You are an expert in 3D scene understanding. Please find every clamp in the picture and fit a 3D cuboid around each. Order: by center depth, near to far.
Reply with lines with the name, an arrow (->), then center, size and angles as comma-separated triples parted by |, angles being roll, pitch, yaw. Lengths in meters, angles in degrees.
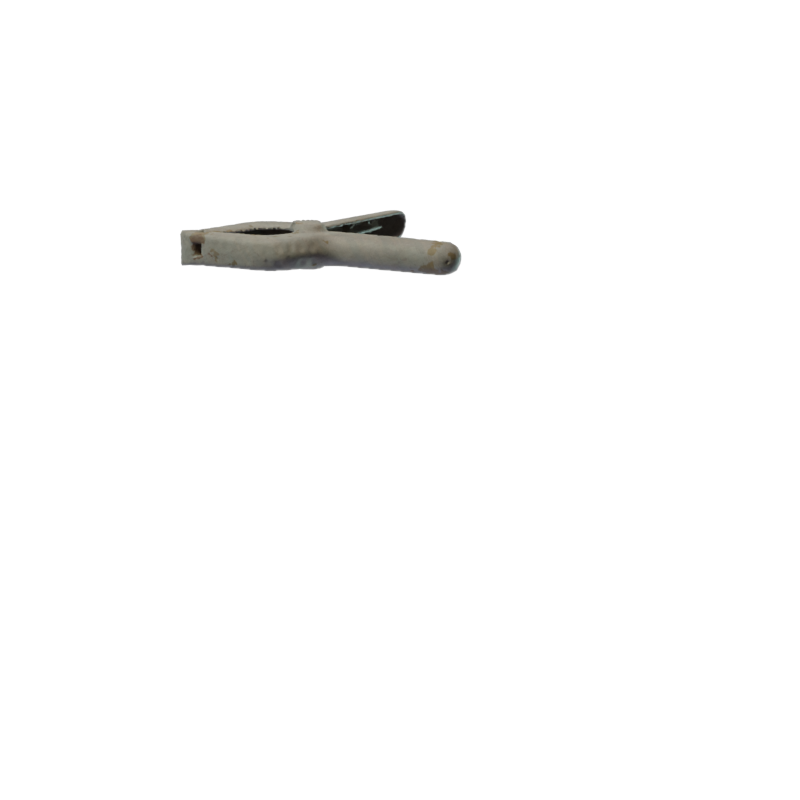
clamp -> -0.070, -0.127, 0.891 | 0.209, 0.035, 0.171 | -2, 18, -6
